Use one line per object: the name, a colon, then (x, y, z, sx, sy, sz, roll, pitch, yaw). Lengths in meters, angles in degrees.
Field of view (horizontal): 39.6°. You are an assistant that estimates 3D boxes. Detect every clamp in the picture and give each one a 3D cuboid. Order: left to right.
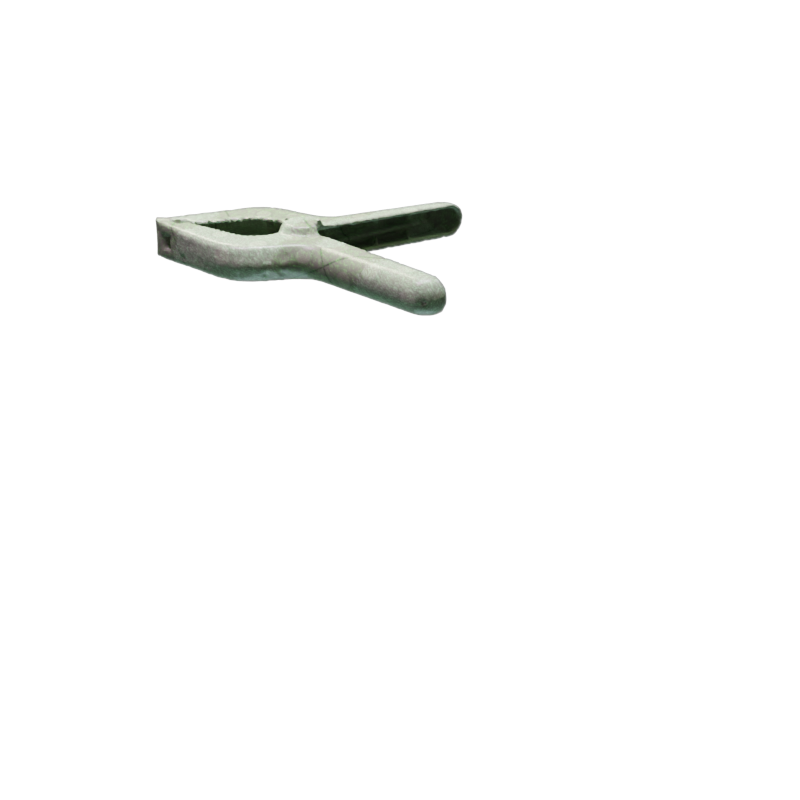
clamp: (-0.058, -0.107, 0.746, 0.215, 0.035, 0.169, 7, 26, 14)
